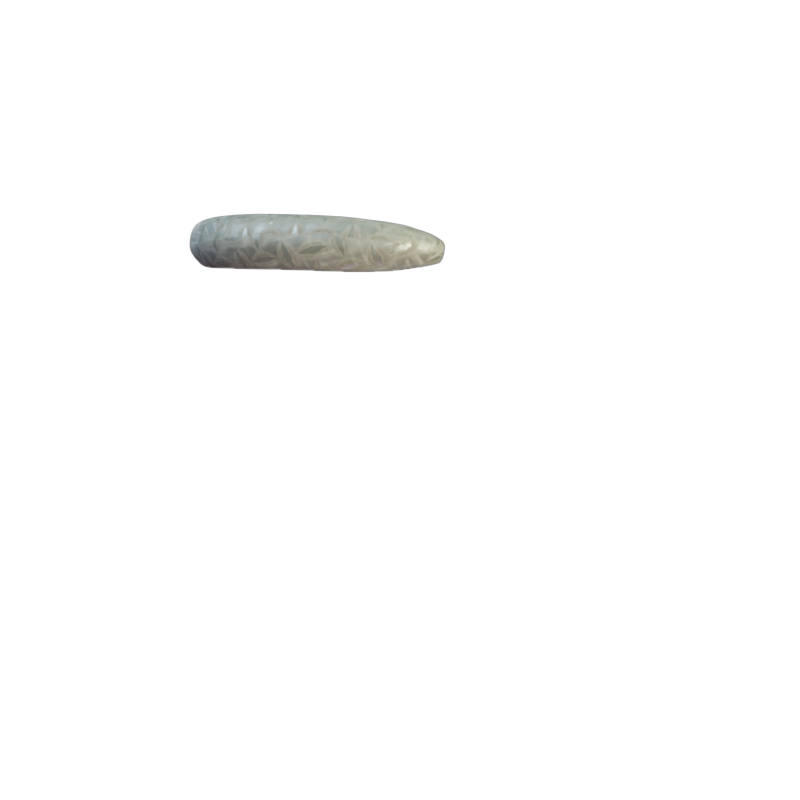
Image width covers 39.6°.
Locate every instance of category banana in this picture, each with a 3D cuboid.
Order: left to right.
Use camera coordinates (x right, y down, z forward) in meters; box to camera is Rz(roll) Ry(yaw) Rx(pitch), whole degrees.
[{"bbox_3d":[-0.071,-0.103,0.723,0.206,0.036,0.067,6,9,34],"label":"banana"}]
